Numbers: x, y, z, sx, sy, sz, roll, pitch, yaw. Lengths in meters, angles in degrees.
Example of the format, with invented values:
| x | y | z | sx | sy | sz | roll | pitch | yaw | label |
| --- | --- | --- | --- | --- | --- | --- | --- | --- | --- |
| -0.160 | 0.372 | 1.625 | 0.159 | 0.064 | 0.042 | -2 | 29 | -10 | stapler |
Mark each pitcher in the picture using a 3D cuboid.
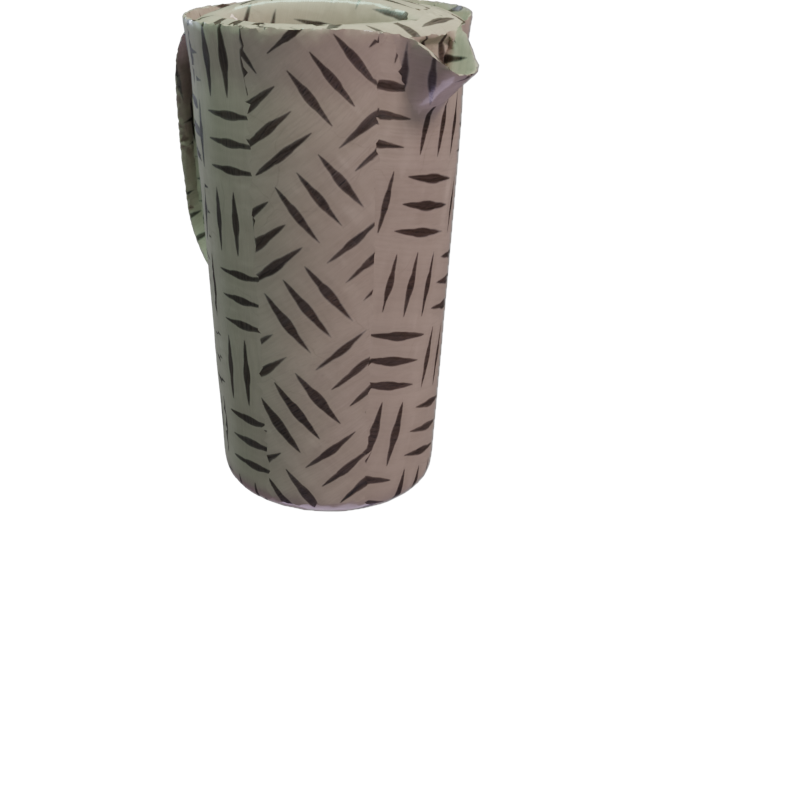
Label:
| x | y | z | sx | sy | sz | roll | pitch | yaw | label |
| --- | --- | --- | --- | --- | --- | --- | --- | --- | --- |
| -0.043 | -0.079 | 0.553 | 0.144 | 0.233 | 0.156 | 0 | 21 | -3 | pitcher |
